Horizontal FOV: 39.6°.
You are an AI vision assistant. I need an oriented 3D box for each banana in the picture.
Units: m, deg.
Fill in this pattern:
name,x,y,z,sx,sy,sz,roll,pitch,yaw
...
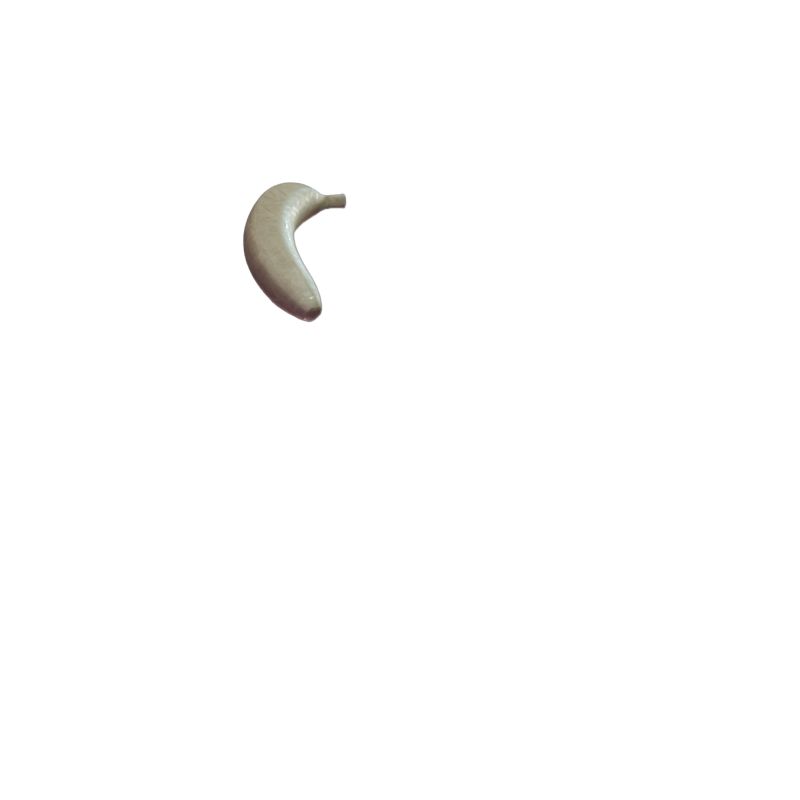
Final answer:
name,x,y,z,sx,sy,sz,roll,pitch,yaw
banana,-0.081,-0.119,0.812,0.070,0.034,0.209,2,33,3
